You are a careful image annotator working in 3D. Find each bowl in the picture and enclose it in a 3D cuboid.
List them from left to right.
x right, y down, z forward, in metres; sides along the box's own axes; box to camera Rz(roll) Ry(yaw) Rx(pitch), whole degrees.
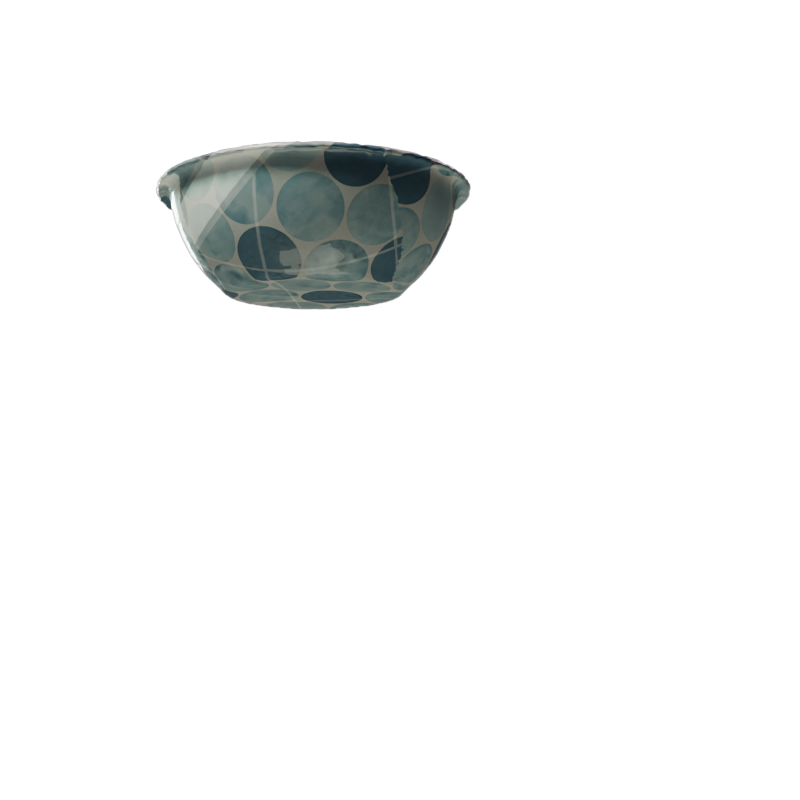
[{"bbox_3d":[-0.044,-0.081,0.568,0.162,0.056,0.158,0,-7,-2],"label":"bowl"}]
